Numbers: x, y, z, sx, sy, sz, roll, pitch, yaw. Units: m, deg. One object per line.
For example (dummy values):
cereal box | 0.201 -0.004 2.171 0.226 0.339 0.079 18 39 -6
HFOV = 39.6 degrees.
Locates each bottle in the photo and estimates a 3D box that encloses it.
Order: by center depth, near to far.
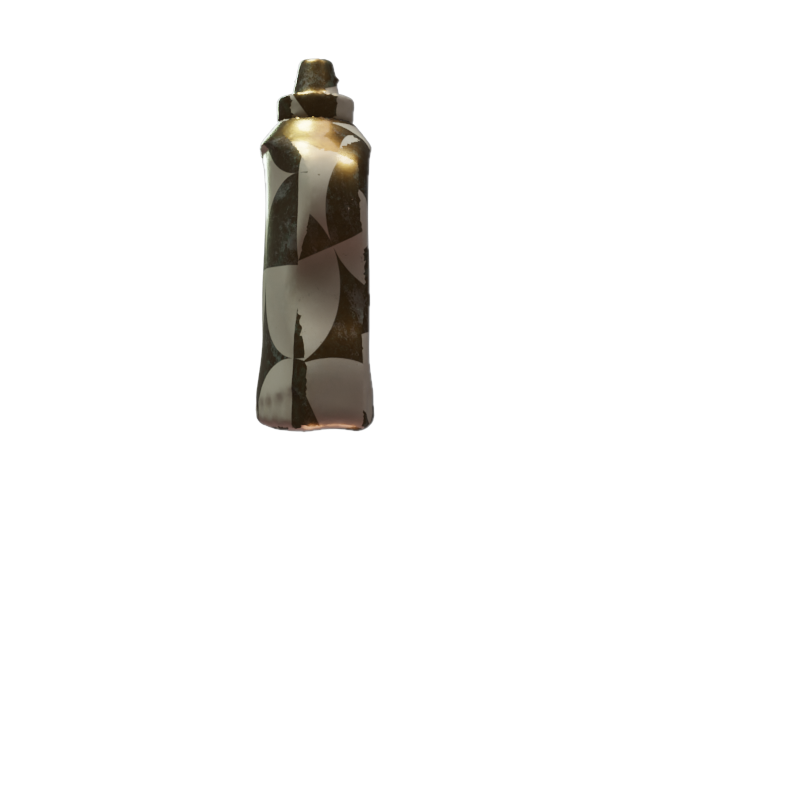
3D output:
bottle | -0.045 -0.083 0.580 0.057 0.194 0.097 1 -4 -14
